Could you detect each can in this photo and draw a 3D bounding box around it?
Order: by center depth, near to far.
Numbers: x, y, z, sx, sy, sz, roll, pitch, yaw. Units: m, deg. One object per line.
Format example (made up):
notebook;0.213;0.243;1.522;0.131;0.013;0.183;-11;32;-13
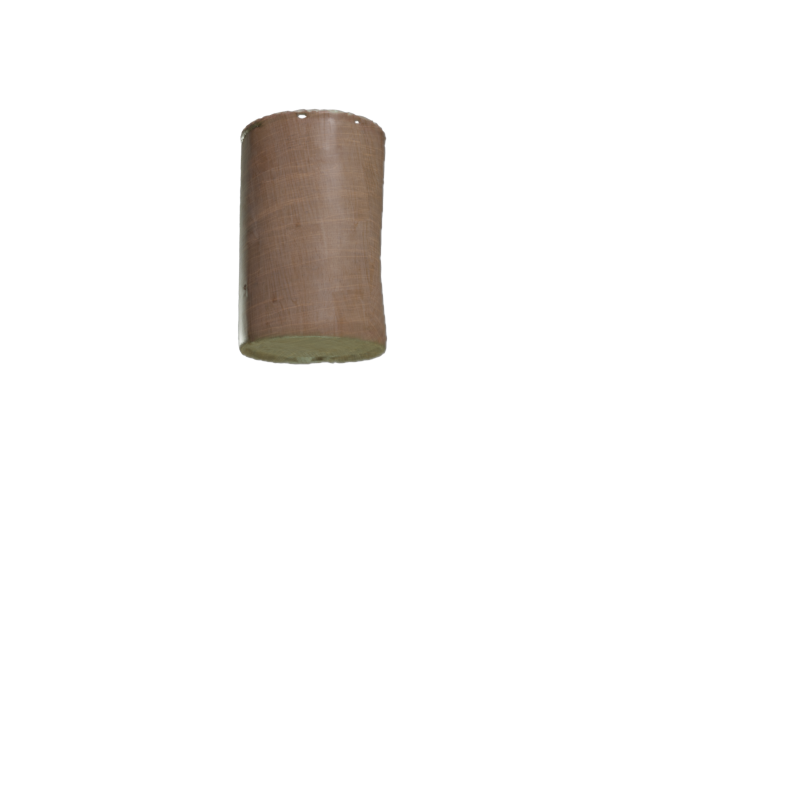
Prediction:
can;-0.039;-0.072;0.503;0.068;0.106;0.066;0;-14;-2
